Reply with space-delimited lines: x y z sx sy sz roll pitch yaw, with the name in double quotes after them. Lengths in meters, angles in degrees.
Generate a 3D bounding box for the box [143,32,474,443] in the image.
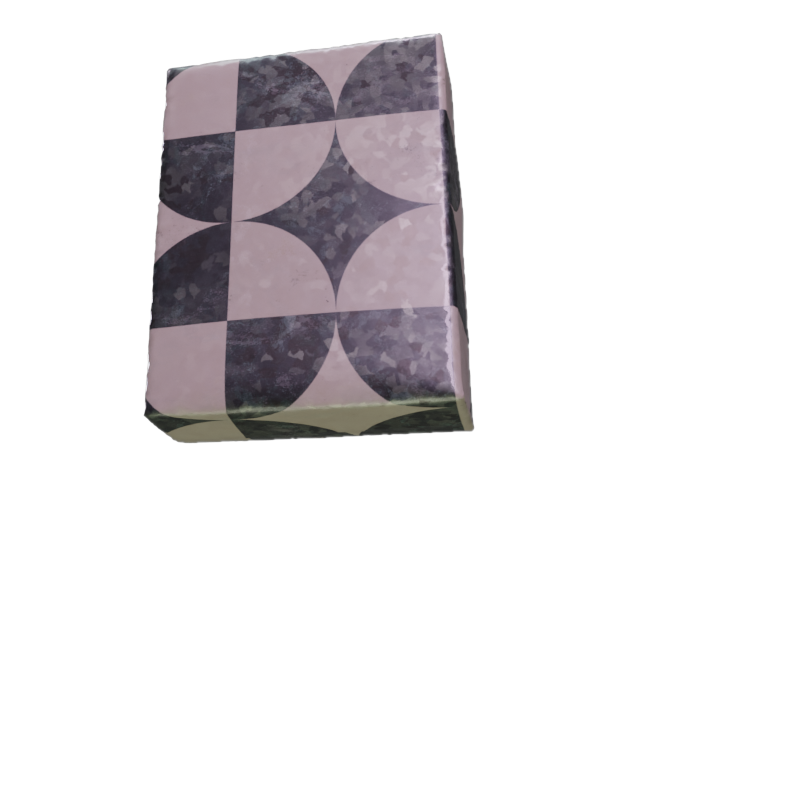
-0.048 -0.088 0.615 0.166 0.226 0.067 -5 -24 10 "box"
